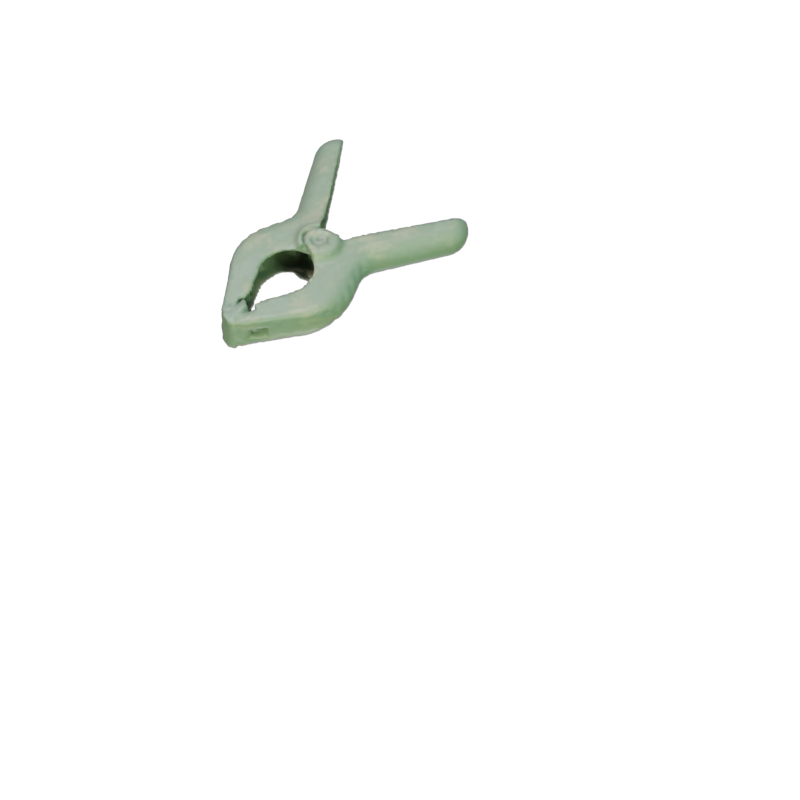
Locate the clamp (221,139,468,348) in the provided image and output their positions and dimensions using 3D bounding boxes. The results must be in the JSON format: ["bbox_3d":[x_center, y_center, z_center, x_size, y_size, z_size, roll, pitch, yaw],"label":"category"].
[{"bbox_3d":[-0.055,-0.100,0.702,0.172,0.036,0.128,-33,56,-26],"label":"clamp"}]
